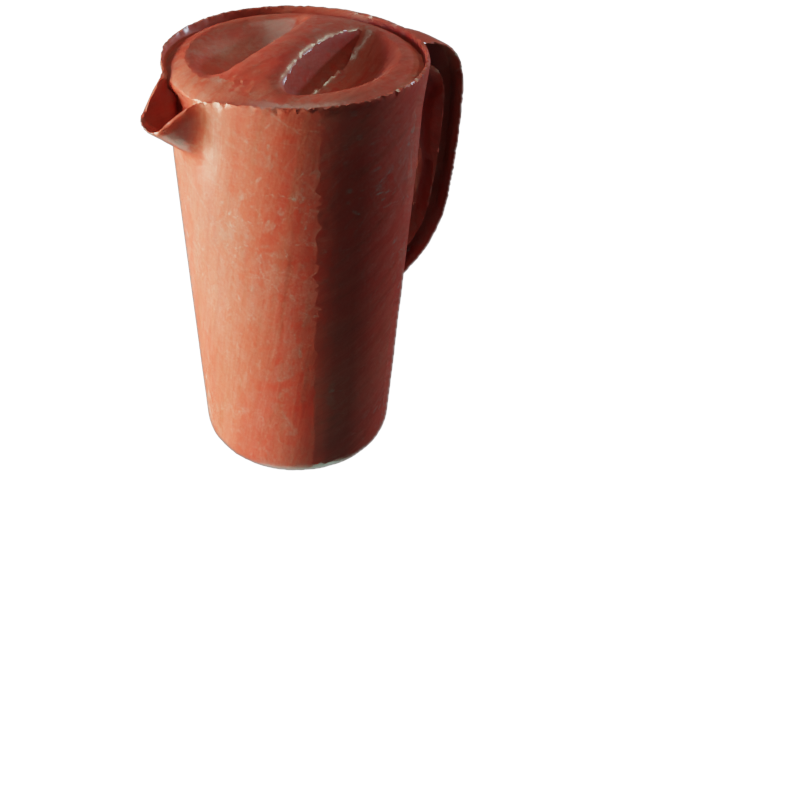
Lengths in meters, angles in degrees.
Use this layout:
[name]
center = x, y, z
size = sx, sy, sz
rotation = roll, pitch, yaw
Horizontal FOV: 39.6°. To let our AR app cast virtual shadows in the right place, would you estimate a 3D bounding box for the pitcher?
[pitcher]
center = -0.048, -0.087, 0.612
size = 0.151, 0.227, 0.153
rotation = 6, 36, 5
